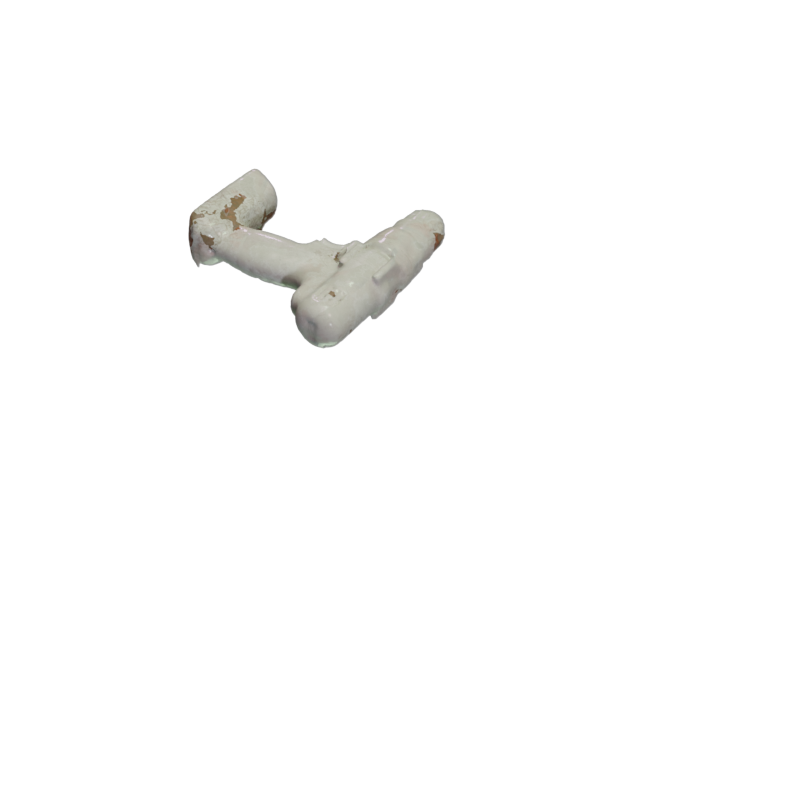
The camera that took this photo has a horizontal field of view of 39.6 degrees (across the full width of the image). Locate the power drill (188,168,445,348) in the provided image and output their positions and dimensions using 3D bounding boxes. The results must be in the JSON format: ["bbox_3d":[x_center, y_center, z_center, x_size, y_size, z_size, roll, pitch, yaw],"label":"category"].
[{"bbox_3d":[-0.076,-0.138,0.969,0.198,0.053,0.187,25,47,26],"label":"power drill"}]
